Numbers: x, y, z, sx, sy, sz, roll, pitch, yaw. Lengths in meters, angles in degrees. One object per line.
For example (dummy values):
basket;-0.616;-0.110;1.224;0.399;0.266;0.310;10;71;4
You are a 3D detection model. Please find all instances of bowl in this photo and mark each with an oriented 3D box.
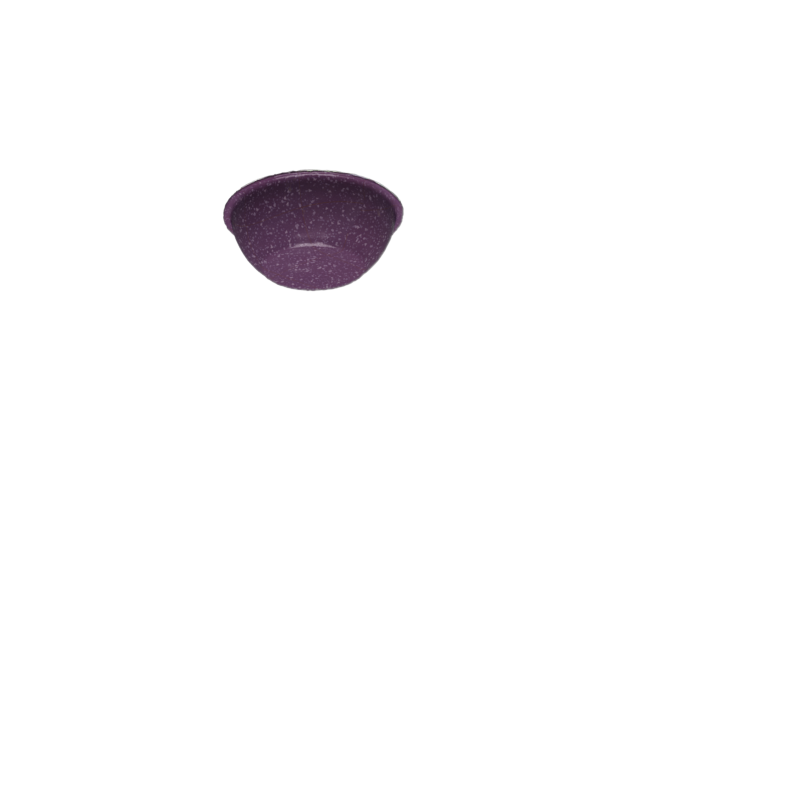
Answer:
bowl;-0.077;-0.140;0.979;0.162;0.058;0.154;1;-21;-2
